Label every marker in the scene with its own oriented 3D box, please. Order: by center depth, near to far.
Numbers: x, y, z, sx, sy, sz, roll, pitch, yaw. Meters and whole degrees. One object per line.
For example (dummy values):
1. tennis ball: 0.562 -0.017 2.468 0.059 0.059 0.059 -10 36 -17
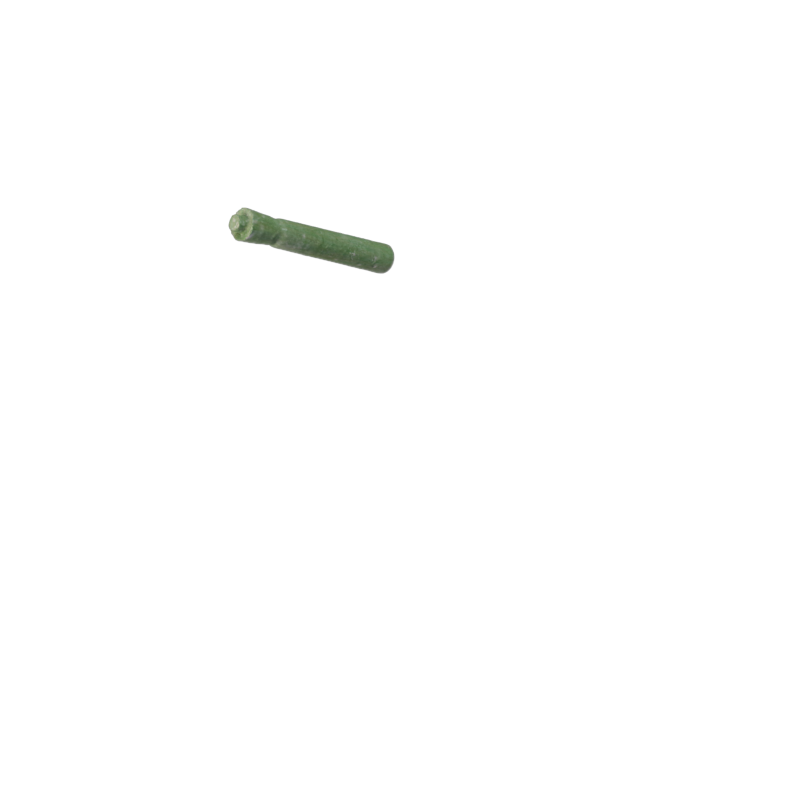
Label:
1. marker: -0.050 -0.091 0.636 0.021 0.020 0.115 4 -2 44
